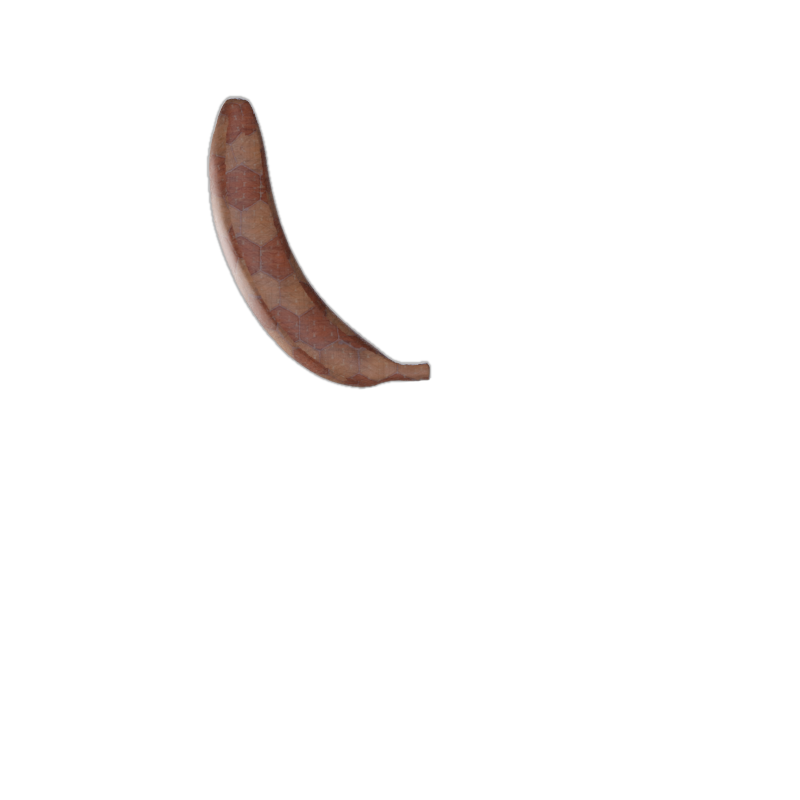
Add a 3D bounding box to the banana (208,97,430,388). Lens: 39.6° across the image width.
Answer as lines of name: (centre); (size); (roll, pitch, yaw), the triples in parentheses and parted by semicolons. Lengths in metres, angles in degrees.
banana: (-0.063, -0.078, 0.644); (0.069, 0.194, 0.037); (-34, 7, 5)
